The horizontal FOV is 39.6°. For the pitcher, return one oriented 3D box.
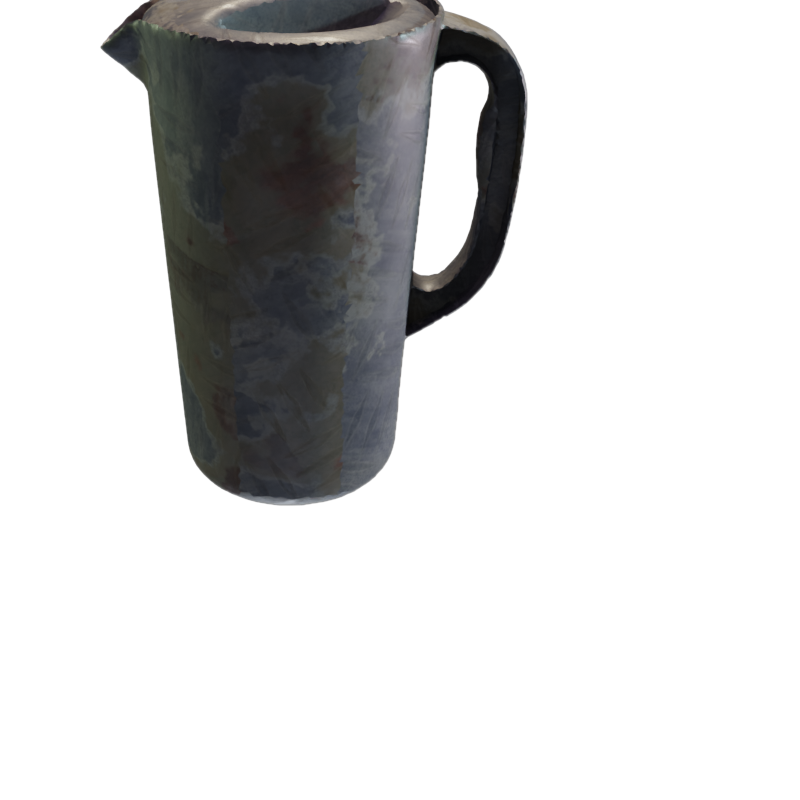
[{"bbox_3d":[-0.041,-0.075,0.529,0.159,0.229,0.144,26,37,36],"label":"pitcher"}]
